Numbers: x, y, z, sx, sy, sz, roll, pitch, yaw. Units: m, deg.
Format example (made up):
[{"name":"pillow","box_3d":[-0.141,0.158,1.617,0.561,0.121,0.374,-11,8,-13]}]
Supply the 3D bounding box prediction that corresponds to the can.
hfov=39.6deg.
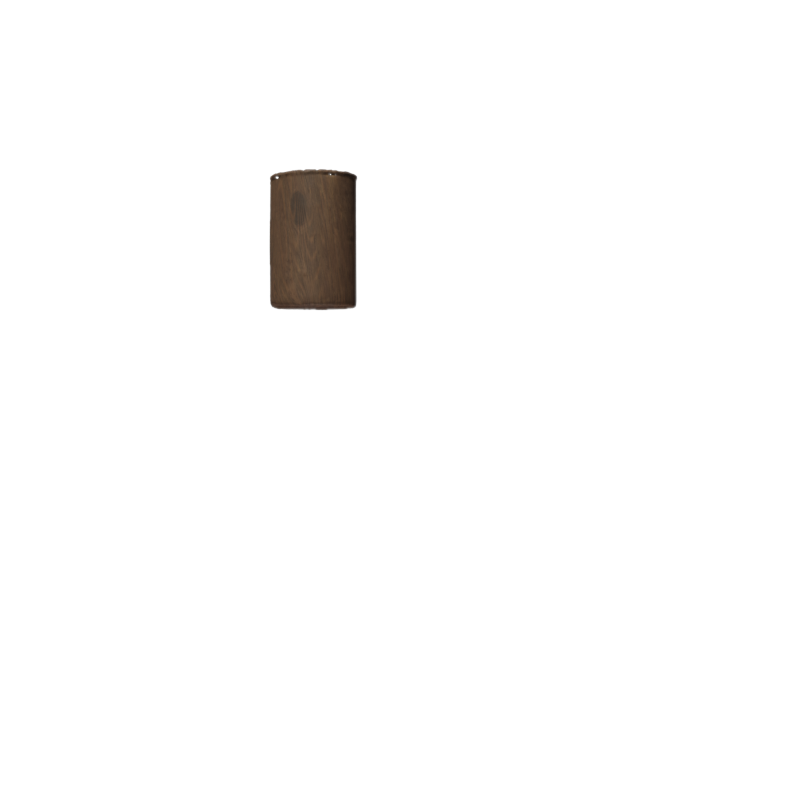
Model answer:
[{"name":"can","box_3d":[-0.067,-0.122,0.856,0.068,0.104,0.068,0,-4,-2]}]
